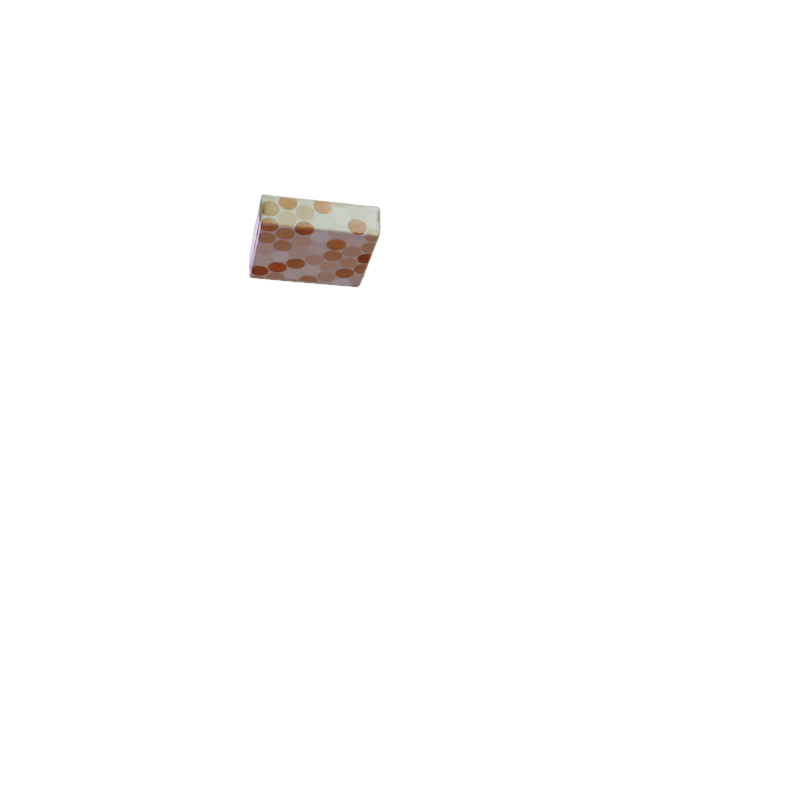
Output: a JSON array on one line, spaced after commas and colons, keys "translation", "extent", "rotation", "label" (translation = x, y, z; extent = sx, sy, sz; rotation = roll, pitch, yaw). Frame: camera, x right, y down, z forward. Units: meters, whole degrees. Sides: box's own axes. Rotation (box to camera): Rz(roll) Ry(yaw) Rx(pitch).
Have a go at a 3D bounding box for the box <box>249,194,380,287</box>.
[{"translation": [-0.065, -0.118, 0.826], "extent": [0.088, 0.032, 0.069], "rotation": [5, -29, -9], "label": "box"}]
